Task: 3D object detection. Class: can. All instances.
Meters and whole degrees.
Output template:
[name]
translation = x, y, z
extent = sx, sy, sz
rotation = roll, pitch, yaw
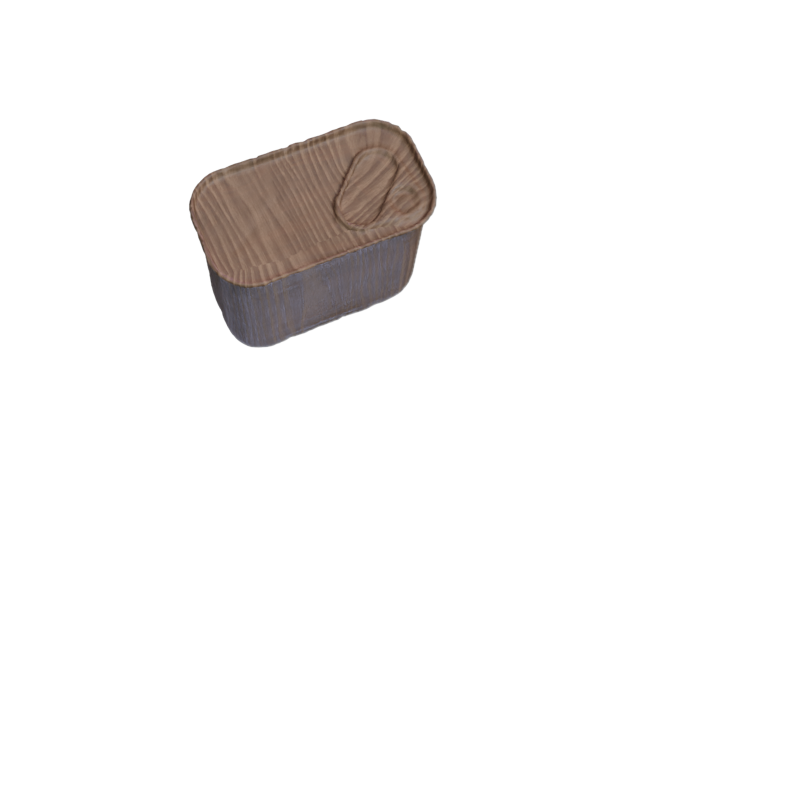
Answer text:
[can]
translation = -0.039, -0.072, 0.503
extent = 0.101, 0.061, 0.080
rotation = -21, -18, -10
